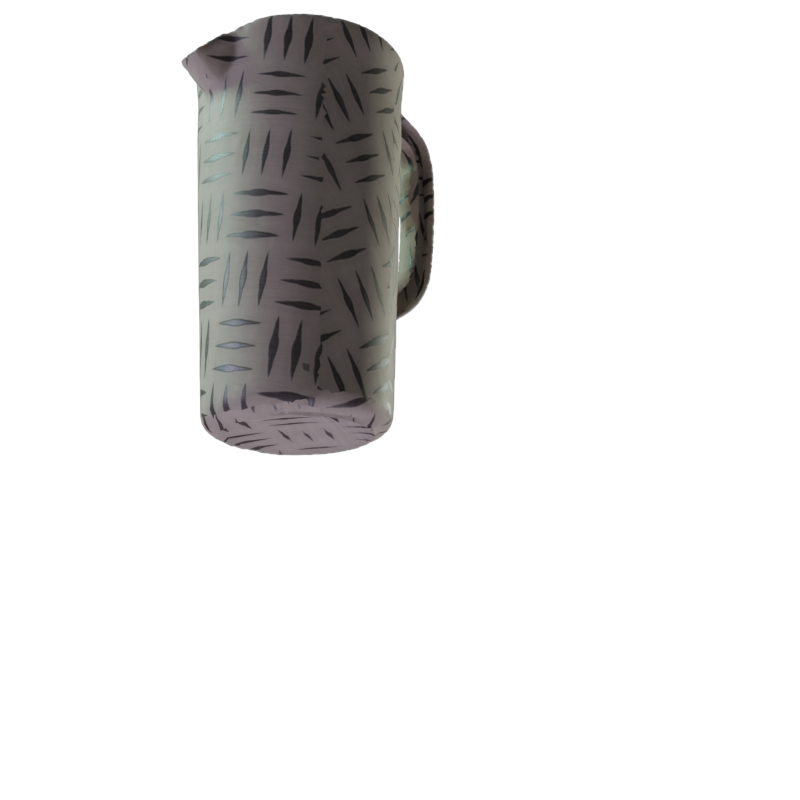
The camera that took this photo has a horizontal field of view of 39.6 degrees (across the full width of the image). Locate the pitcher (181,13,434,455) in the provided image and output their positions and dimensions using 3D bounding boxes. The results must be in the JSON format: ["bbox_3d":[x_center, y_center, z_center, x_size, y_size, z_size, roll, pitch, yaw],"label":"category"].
[{"bbox_3d":[-0.052,-0.095,0.668,0.150,0.256,0.137,-3,-22,4],"label":"pitcher"}]
